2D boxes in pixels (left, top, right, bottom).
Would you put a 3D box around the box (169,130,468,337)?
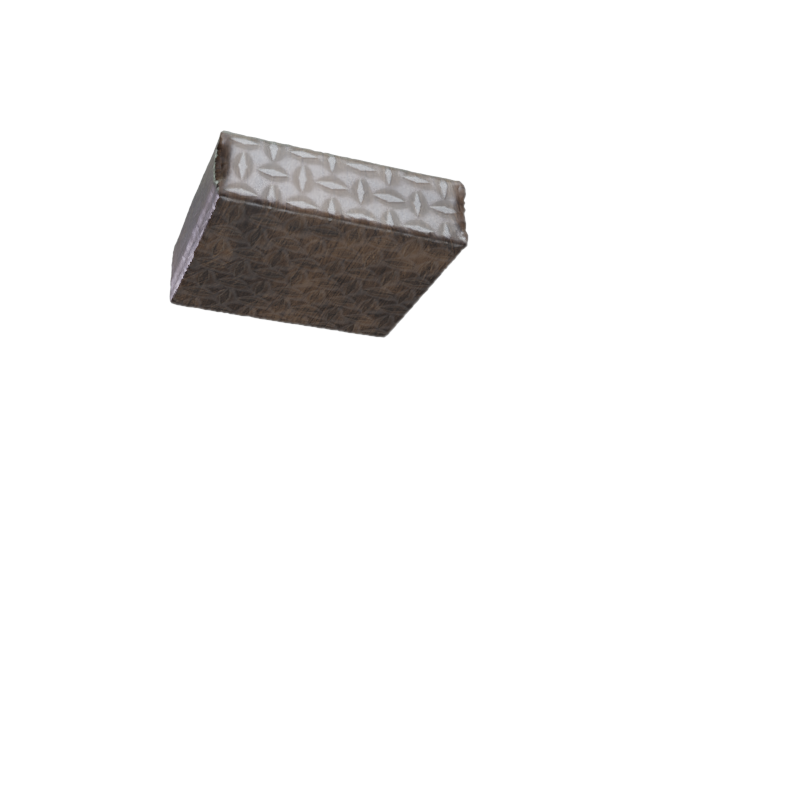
[{"bbox_3d":[-0.031,-0.056,0.394,0.087,0.032,0.071,9,-29,-17],"label":"box"}]
